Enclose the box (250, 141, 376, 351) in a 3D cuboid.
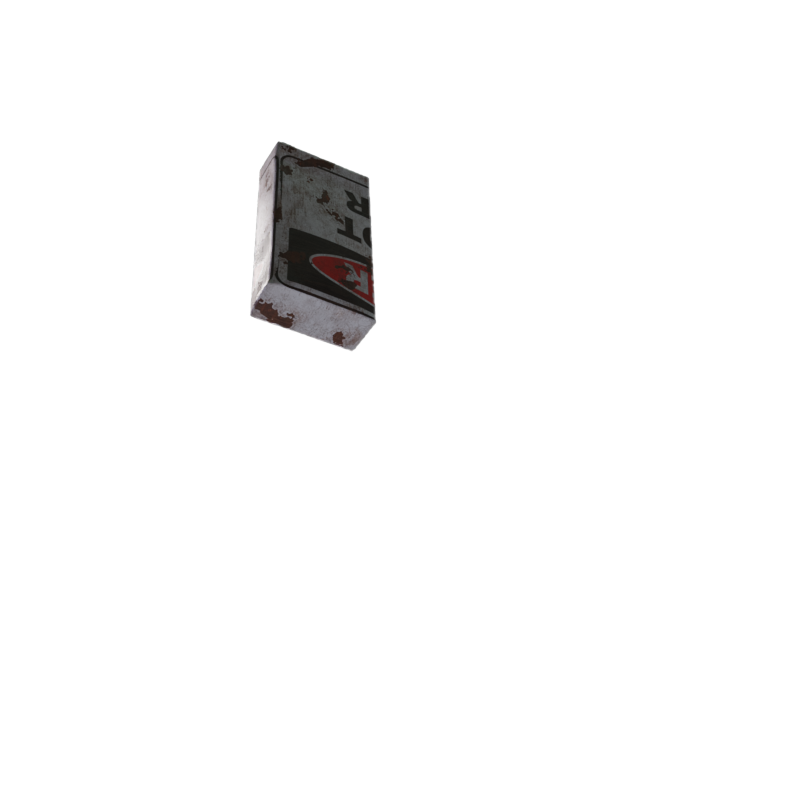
[{"bbox_3d":[-0.071,-0.130,0.911,0.090,0.189,0.046,19,-49,-21],"label":"box"}]
